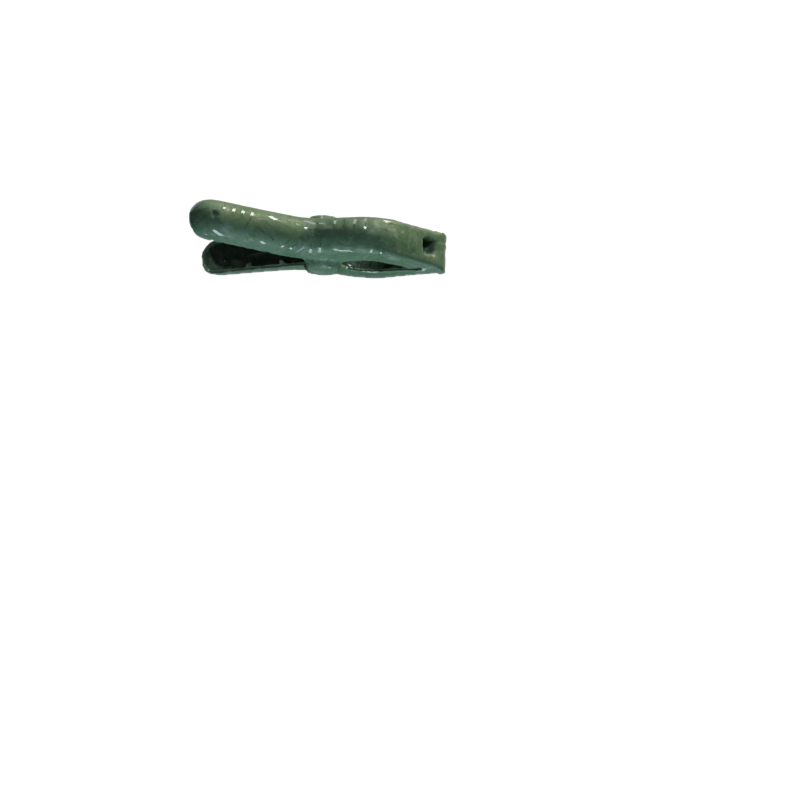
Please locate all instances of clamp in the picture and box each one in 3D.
[{"bbox_3d":[-0.056,-0.103,0.720,0.173,0.040,0.117,0,-2,6],"label":"clamp"}]
